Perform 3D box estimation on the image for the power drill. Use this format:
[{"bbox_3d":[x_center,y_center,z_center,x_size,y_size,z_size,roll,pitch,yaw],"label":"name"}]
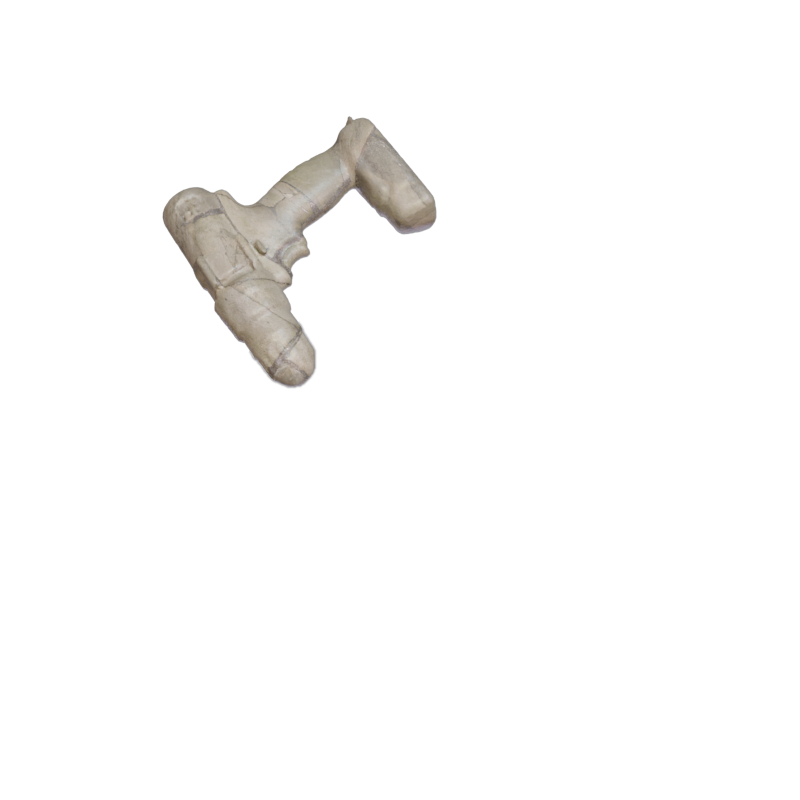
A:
[{"bbox_3d":[-0.068,-0.123,0.864,0.188,0.194,0.054,-32,-20,-13],"label":"power drill"}]
